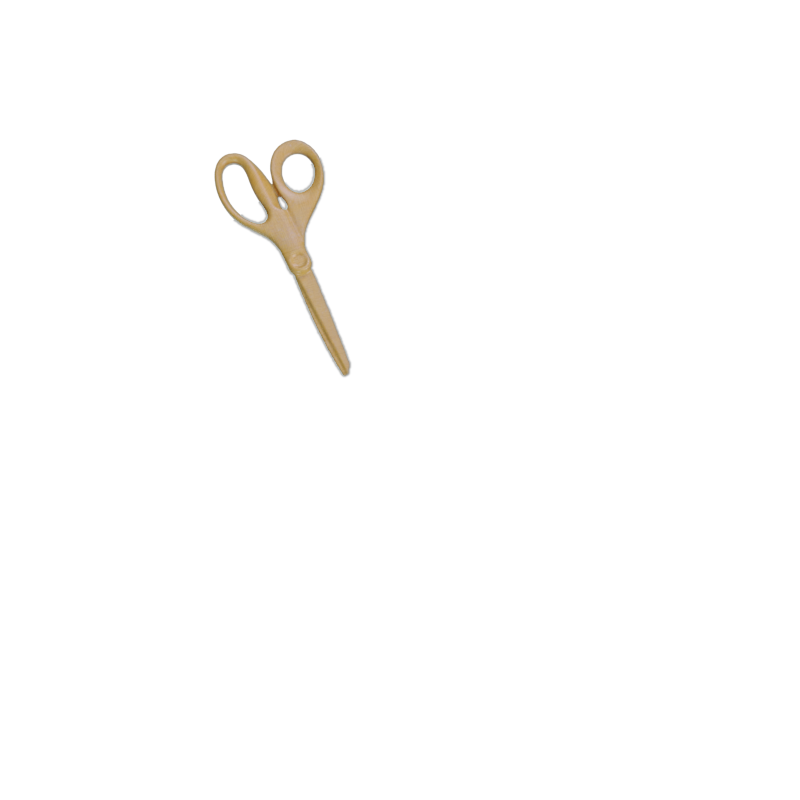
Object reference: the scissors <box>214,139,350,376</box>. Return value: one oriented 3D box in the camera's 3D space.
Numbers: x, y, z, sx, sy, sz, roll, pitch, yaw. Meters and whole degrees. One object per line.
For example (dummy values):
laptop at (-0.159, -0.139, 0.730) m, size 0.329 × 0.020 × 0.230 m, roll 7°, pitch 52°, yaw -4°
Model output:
scissors at (-0.069, -0.125, 0.878) m, size 0.096 × 0.209 × 0.015 m, roll -37°, pitch -14°, yaw -11°
